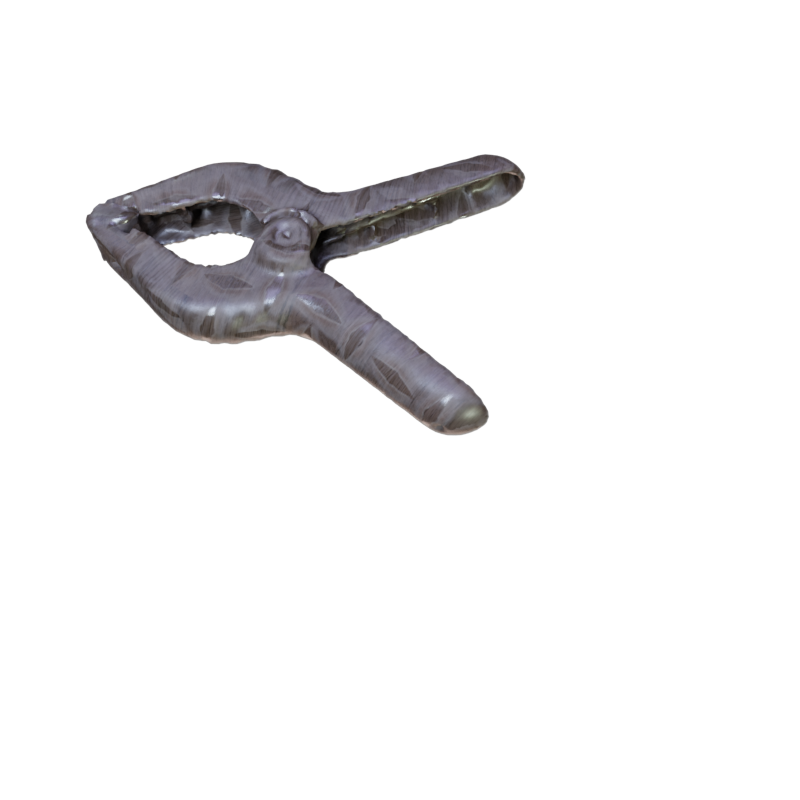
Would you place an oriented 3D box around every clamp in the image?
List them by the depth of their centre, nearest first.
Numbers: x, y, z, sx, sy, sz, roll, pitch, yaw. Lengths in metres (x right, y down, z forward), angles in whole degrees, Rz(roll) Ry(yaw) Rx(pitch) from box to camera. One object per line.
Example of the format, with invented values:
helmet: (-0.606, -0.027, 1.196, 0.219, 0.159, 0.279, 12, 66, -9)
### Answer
clamp: (-0.034, -0.062, 0.435, 0.176, 0.125, 0.037, 17, -35, 12)
